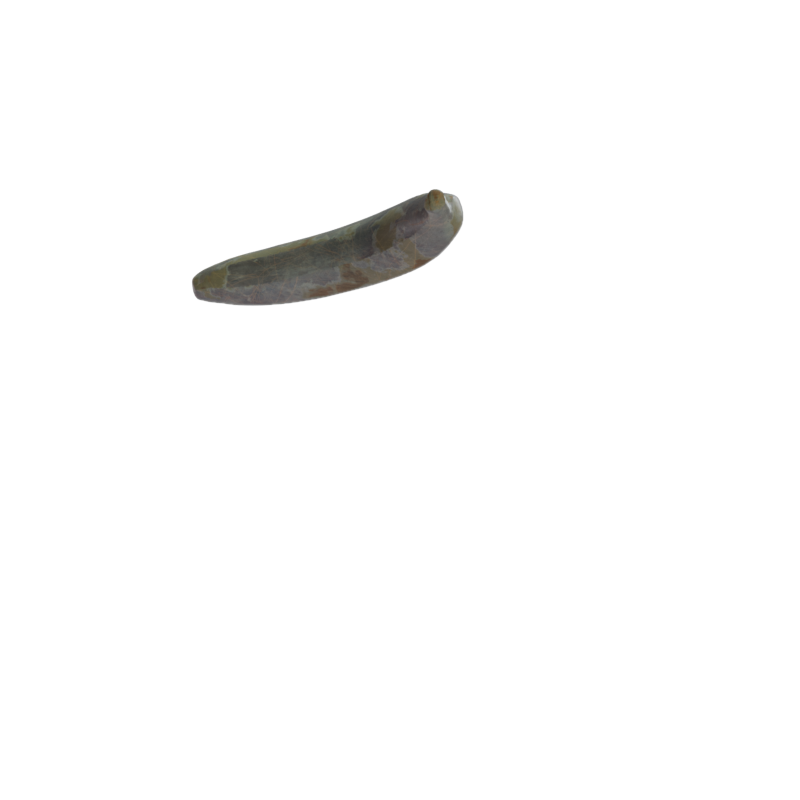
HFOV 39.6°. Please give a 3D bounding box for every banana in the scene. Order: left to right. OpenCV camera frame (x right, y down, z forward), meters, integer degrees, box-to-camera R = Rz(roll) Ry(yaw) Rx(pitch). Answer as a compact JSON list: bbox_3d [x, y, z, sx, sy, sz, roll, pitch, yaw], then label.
[{"bbox_3d":[-0.034,-0.087,0.637,0.200,0.038,0.065,-15,-23,40],"label":"banana"}]
